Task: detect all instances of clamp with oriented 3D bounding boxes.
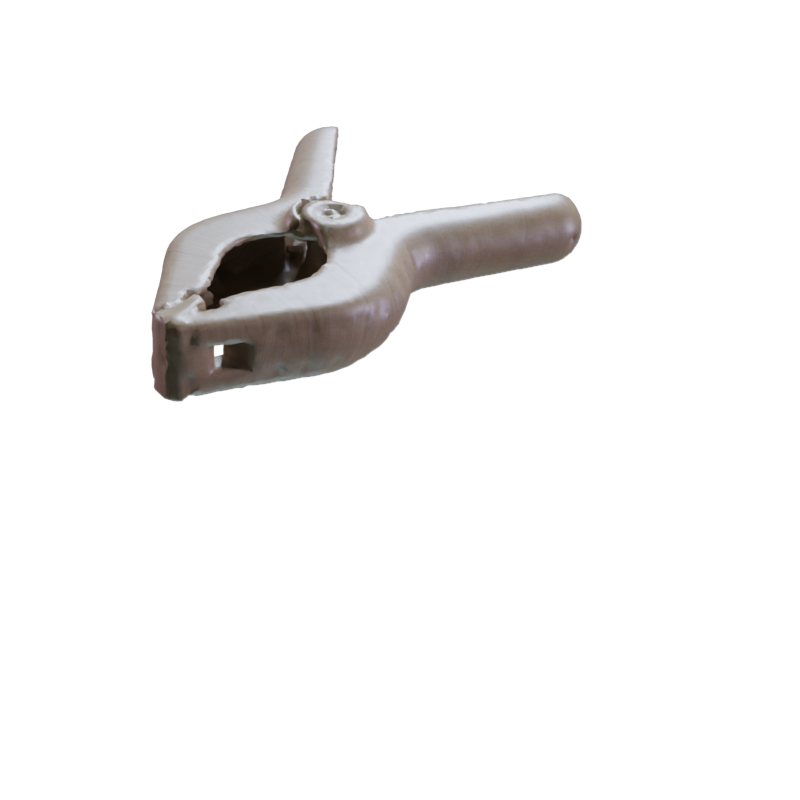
[{"bbox_3d":[-0.030,-0.055,0.384,0.127,0.037,0.170,22,35,36],"label":"clamp"}]
